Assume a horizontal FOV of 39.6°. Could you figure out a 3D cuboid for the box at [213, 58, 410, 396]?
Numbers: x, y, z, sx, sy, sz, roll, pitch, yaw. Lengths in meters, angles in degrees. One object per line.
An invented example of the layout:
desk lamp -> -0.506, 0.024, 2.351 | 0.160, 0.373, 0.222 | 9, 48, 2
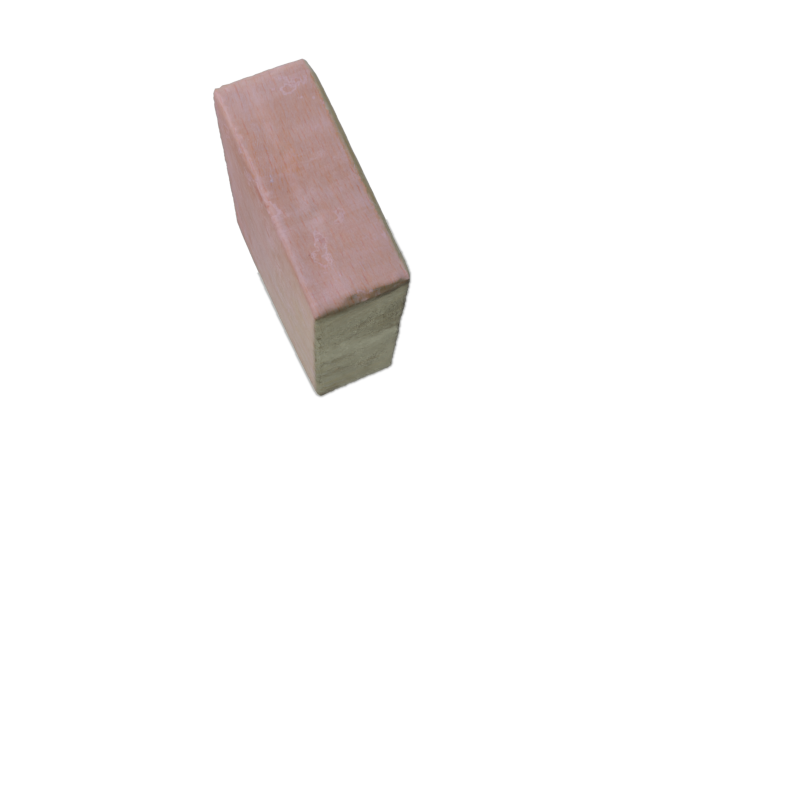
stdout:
box -> -0.060, -0.109, 0.761 | 0.072, 0.172, 0.206 | -23, -13, -9
